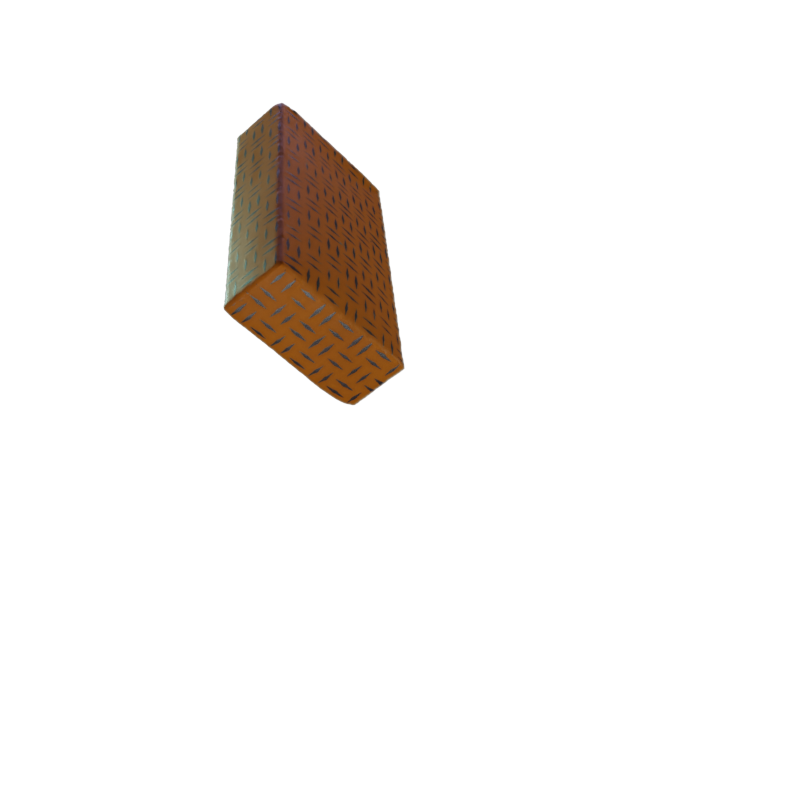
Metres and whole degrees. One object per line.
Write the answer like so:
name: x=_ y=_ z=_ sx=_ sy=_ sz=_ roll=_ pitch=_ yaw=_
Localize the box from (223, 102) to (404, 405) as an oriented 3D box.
box: x=-0.048 y=-0.088 z=0.613 sx=0.048 sy=0.189 sz=0.088 roll=-37 pitch=-57 yaw=24
